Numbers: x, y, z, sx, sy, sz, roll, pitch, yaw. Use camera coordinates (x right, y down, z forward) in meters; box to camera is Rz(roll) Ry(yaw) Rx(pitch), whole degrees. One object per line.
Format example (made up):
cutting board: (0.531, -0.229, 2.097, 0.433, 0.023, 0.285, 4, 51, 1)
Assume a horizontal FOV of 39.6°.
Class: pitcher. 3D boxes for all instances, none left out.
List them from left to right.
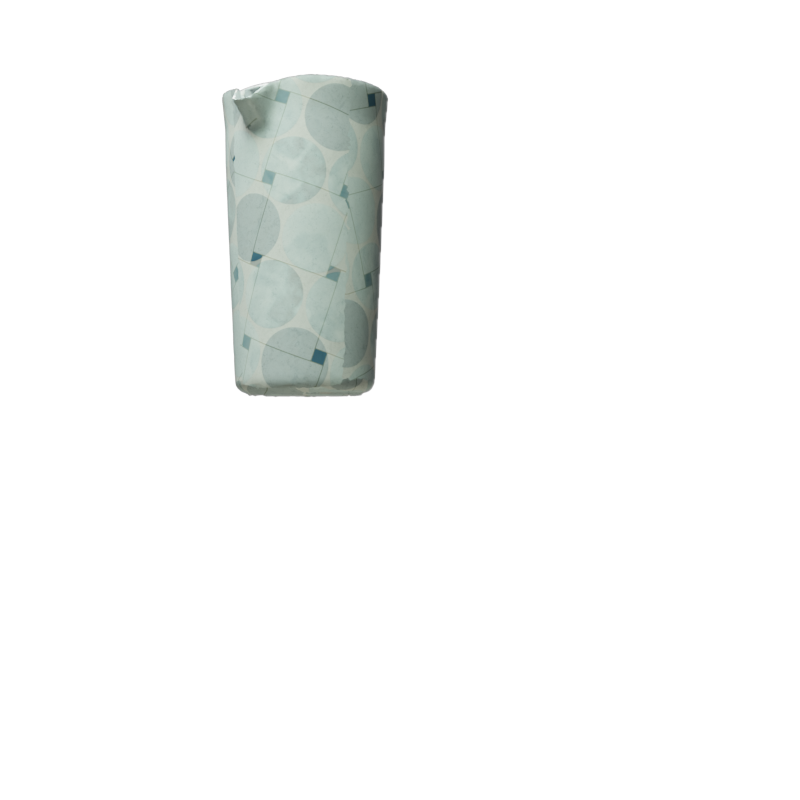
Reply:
pitcher: (-0.069, -0.126, 0.881, 0.146, 0.248, 0.145, 1, -7, -14)
